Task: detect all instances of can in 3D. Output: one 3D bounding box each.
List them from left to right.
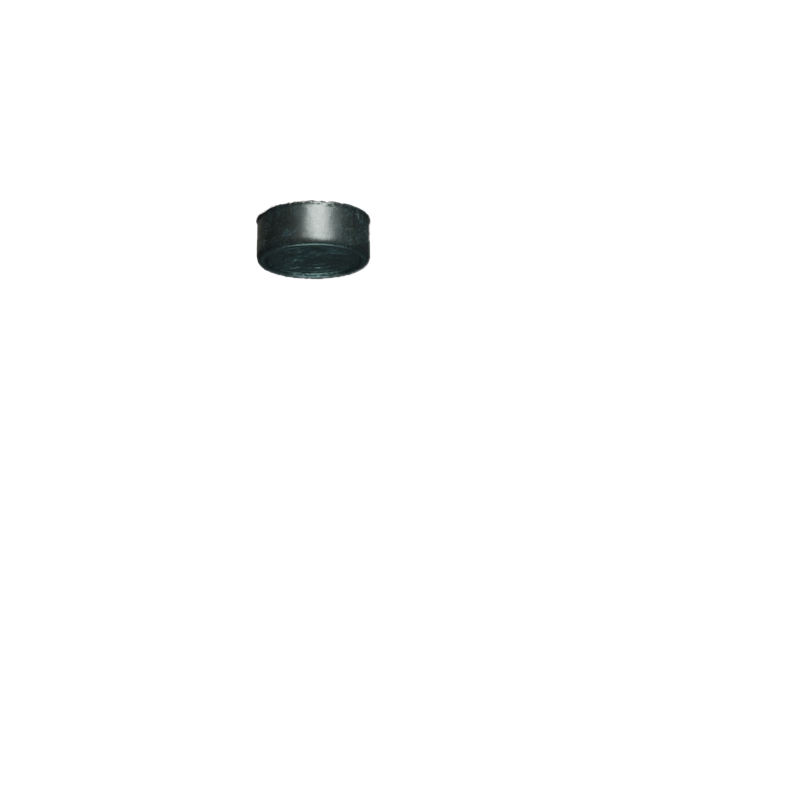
[{"bbox_3d":[-0.065,-0.118,0.826,0.086,0.035,0.083,0,-13,-2],"label":"can"}]
